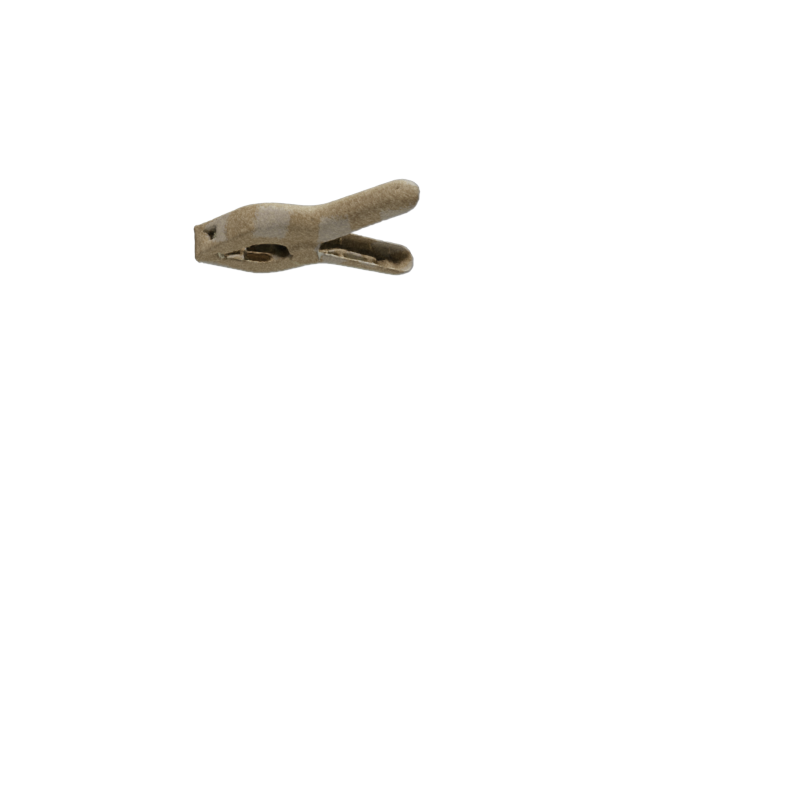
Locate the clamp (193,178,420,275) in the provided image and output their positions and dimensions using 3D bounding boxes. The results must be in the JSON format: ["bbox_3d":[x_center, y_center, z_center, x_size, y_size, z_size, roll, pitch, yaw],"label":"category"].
[{"bbox_3d":[-0.065,-0.119,0.830,0.173,0.042,0.112,-5,-28,8],"label":"clamp"}]
